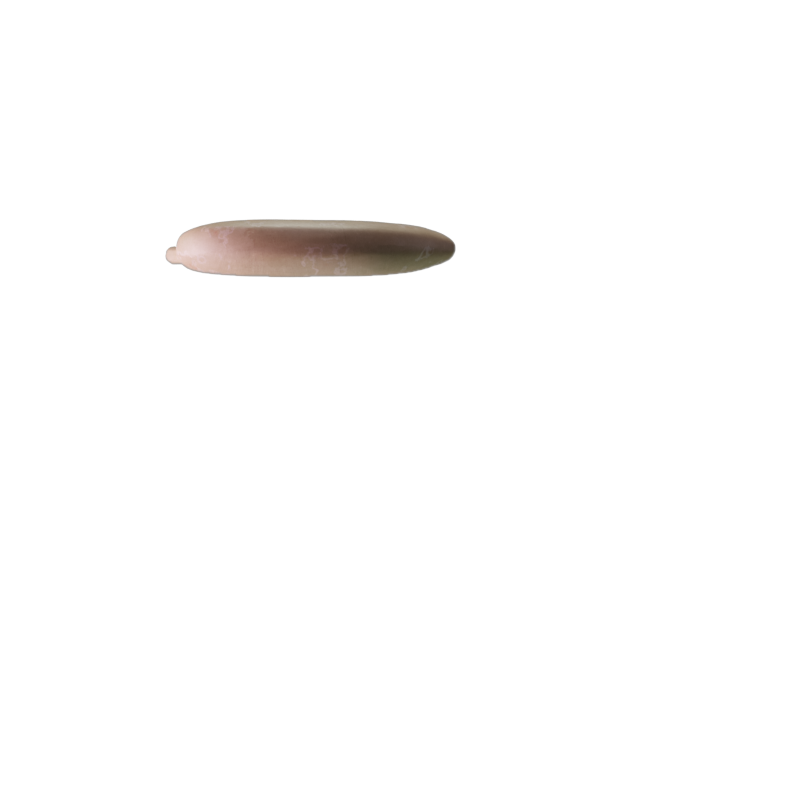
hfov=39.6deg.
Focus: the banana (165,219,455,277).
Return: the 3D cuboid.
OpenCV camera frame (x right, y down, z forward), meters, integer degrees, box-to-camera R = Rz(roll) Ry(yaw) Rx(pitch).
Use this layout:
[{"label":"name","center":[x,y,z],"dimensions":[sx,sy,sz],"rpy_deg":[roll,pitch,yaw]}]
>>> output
[{"label":"banana","center":[-0.062,-0.101,0.725],"dimensions":[0.199,0.036,0.071],"rpy_deg":[1,14,4]}]
